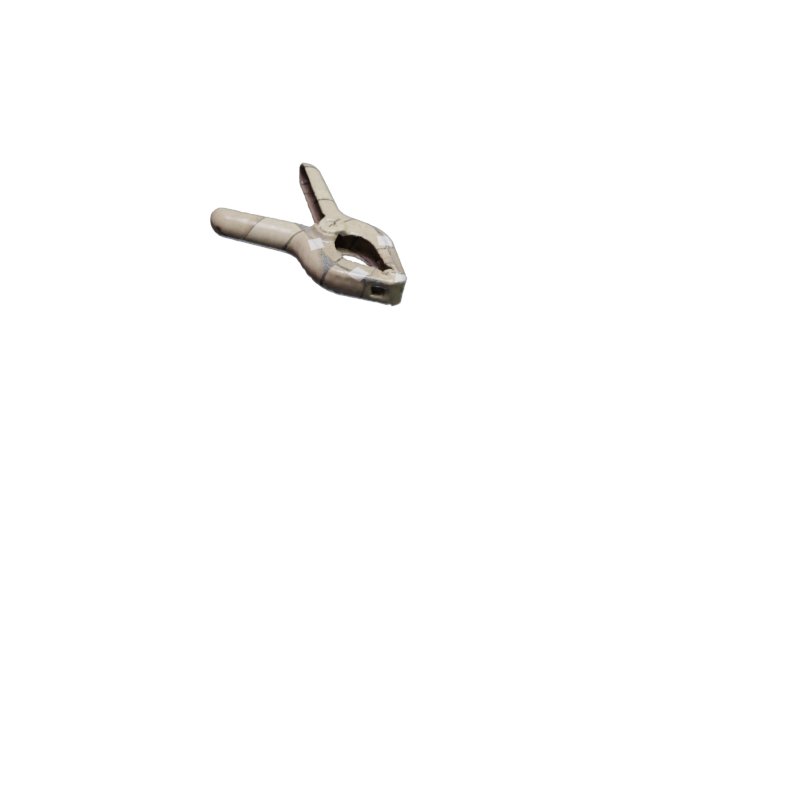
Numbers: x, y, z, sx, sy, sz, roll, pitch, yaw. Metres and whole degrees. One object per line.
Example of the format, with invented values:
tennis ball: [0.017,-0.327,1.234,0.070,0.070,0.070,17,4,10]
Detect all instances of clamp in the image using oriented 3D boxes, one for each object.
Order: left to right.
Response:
clamp: [-0.072,-0.131,0.915,0.120,0.036,0.184,-30,53,-26]
